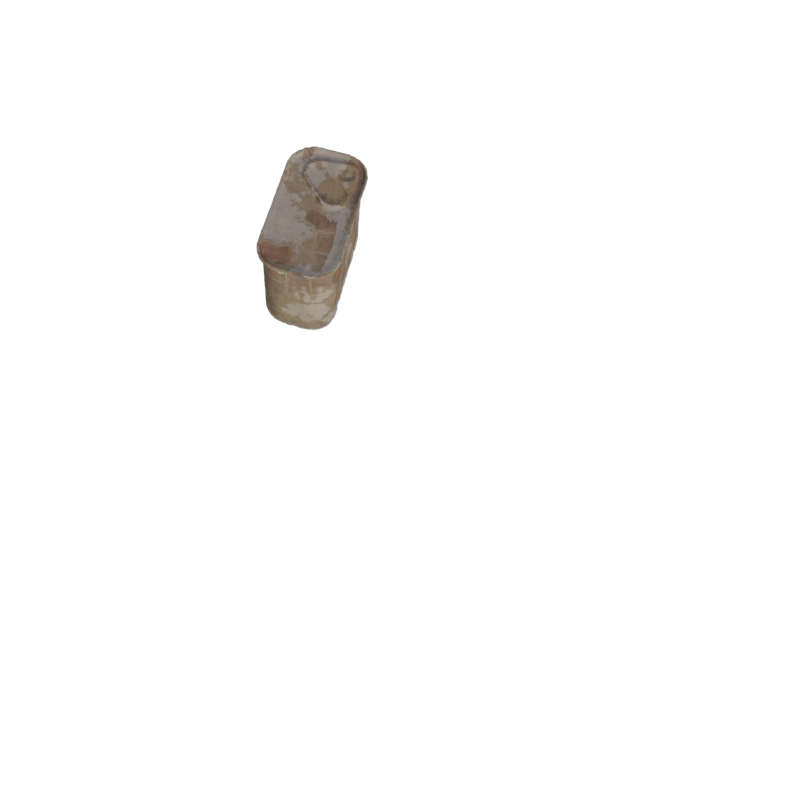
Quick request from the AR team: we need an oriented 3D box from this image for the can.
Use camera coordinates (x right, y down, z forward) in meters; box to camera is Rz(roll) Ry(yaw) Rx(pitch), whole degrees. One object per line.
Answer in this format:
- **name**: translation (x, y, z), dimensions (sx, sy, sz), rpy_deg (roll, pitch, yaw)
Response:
- **can**: translation (-0.061, -0.111, 0.775), dimensions (0.058, 0.107, 0.079), rpy_deg (14, -27, 4)
